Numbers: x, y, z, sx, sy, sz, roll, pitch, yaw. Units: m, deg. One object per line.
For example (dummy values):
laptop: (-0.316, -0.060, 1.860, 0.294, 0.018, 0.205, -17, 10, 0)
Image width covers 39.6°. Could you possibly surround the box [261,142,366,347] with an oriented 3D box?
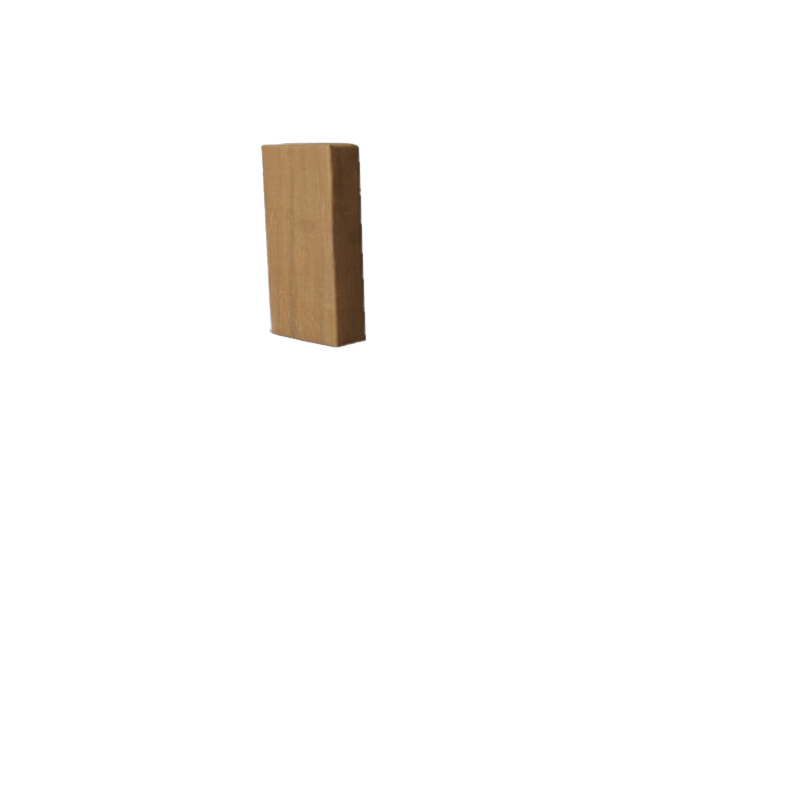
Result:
box: (-0.077, -0.142, 0.991, 0.046, 0.174, 0.098, -6, 10, -44)
